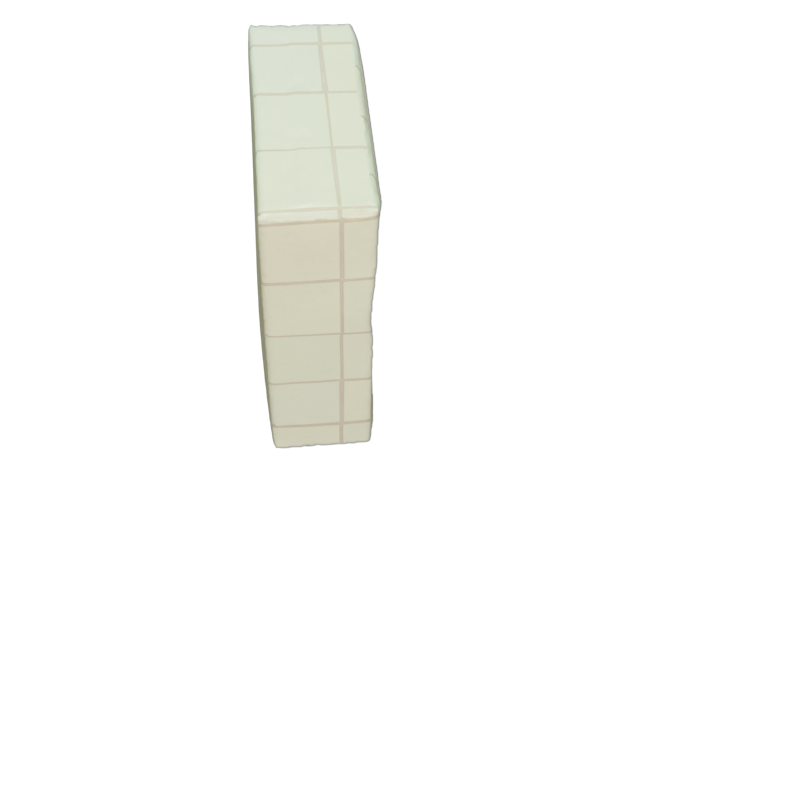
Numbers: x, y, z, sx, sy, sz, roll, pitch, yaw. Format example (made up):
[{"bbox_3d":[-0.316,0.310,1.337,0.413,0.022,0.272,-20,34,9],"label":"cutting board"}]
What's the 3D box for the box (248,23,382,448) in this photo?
[{"bbox_3d":[-0.053,-0.097,0.683,0.071,0.177,0.199,-3,-39,-6],"label":"box"}]
